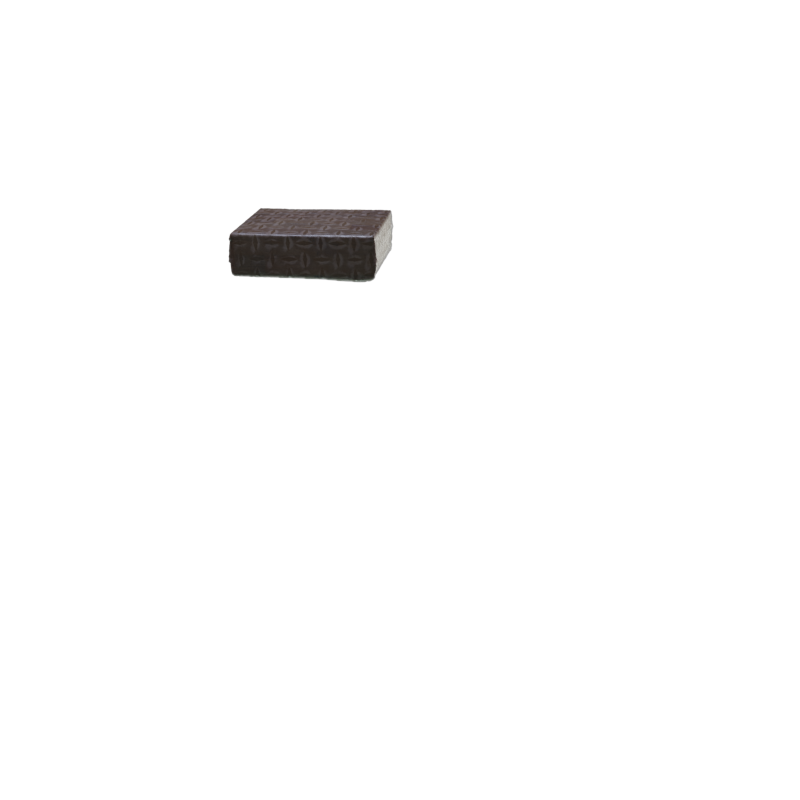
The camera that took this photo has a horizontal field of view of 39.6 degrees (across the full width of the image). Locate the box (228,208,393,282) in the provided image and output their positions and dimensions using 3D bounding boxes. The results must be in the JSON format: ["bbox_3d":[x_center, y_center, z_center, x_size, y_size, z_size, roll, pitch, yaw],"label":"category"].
[{"bbox_3d":[-0.067,-0.123,0.861,0.115,0.037,0.092,4,22,10],"label":"box"}]
